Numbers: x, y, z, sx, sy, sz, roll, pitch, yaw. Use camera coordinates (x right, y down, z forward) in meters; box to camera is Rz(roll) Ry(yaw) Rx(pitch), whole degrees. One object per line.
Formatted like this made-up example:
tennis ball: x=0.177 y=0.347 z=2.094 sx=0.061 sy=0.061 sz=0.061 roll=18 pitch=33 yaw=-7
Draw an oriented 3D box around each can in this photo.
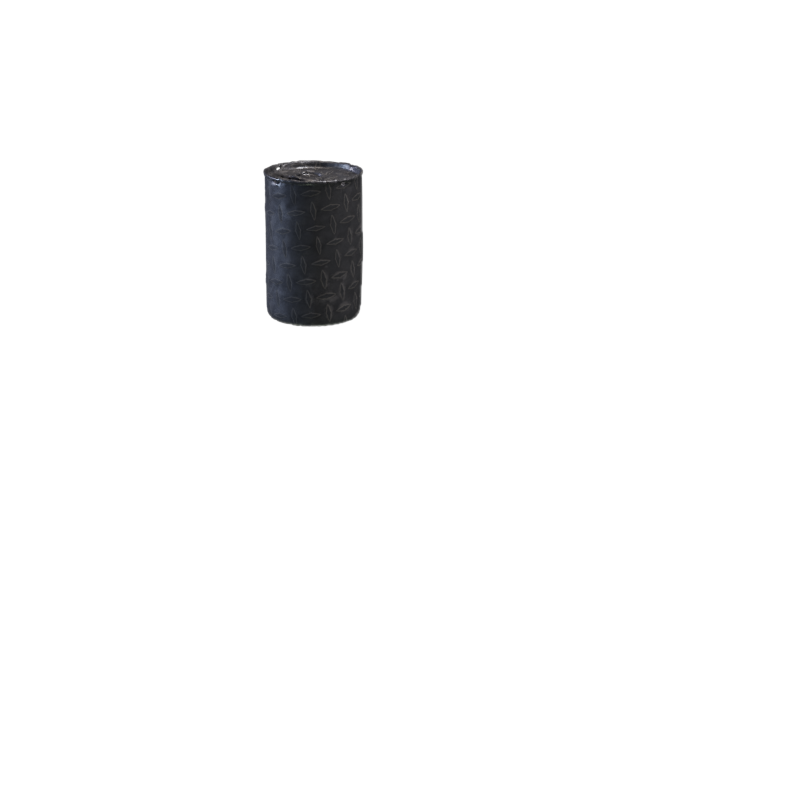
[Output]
can: x=-0.060 y=-0.109 z=0.766 sx=0.068 sy=0.098 sz=0.071 roll=0 pitch=19 yaw=-2
